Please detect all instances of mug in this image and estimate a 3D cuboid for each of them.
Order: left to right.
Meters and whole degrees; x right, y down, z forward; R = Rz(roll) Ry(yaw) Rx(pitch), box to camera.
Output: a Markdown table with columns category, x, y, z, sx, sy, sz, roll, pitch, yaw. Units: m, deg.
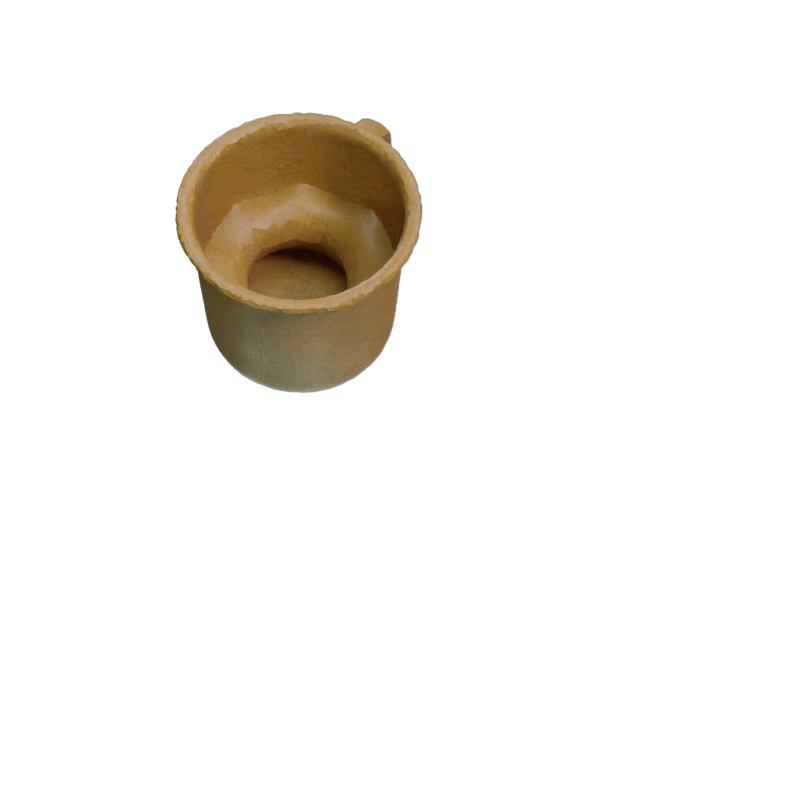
| category | x | y | z | sx | sy | sz | roll | pitch | yaw |
| --- | --- | --- | --- | --- | --- | --- | --- | --- | --- |
| mug | -0.036 | -0.065 | 0.455 | 0.096 | 0.121 | 0.076 | 22 | -29 | 11 |
